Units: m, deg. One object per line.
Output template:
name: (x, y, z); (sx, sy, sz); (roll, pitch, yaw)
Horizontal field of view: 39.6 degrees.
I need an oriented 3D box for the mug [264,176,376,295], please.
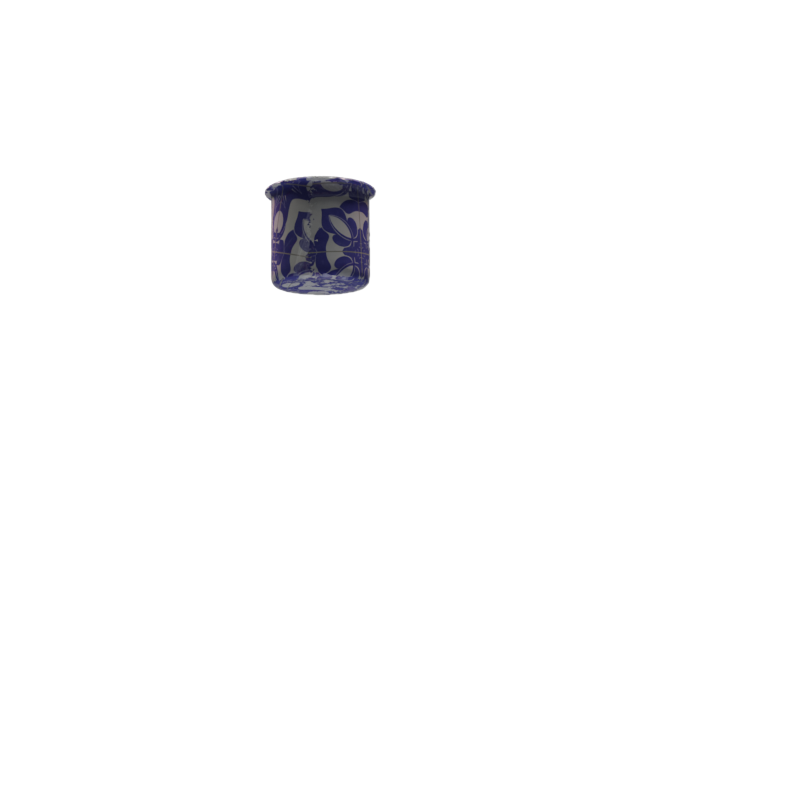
mug: (-0.073, -0.132, 0.927); (0.089, 0.084, 0.119); (5, -10, -32)
